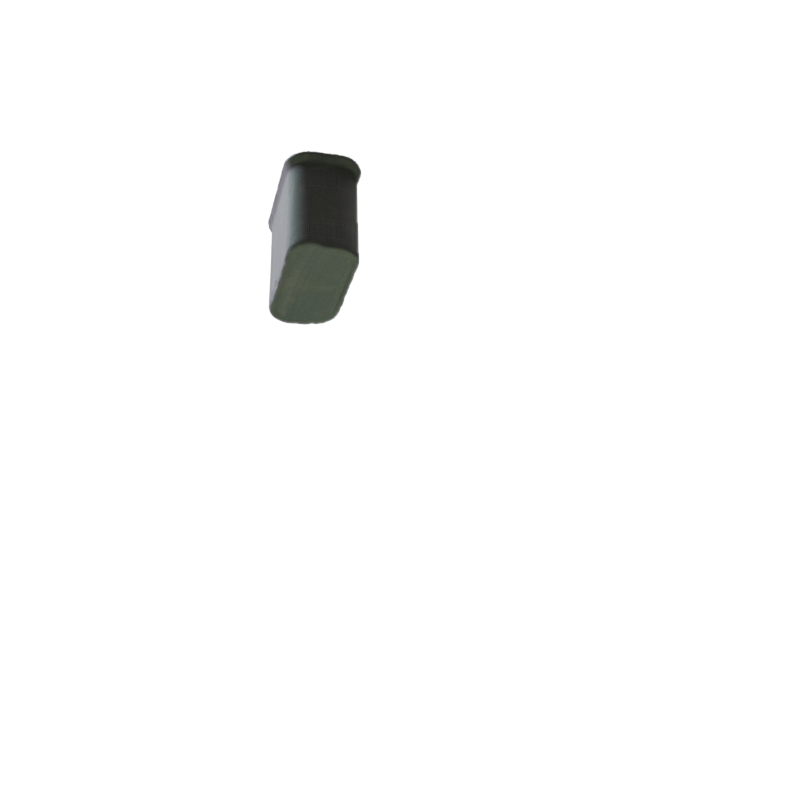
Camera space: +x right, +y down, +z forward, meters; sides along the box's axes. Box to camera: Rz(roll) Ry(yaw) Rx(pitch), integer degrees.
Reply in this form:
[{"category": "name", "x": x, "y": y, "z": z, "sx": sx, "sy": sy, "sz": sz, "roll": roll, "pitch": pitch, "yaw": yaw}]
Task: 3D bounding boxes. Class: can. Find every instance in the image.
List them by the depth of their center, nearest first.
[{"category": "can", "x": -0.063, "y": -0.115, "z": 0.805, "sx": 0.056, "sy": 0.090, "sz": 0.097, "roll": 7, "pitch": -34, "yaw": -13}]
